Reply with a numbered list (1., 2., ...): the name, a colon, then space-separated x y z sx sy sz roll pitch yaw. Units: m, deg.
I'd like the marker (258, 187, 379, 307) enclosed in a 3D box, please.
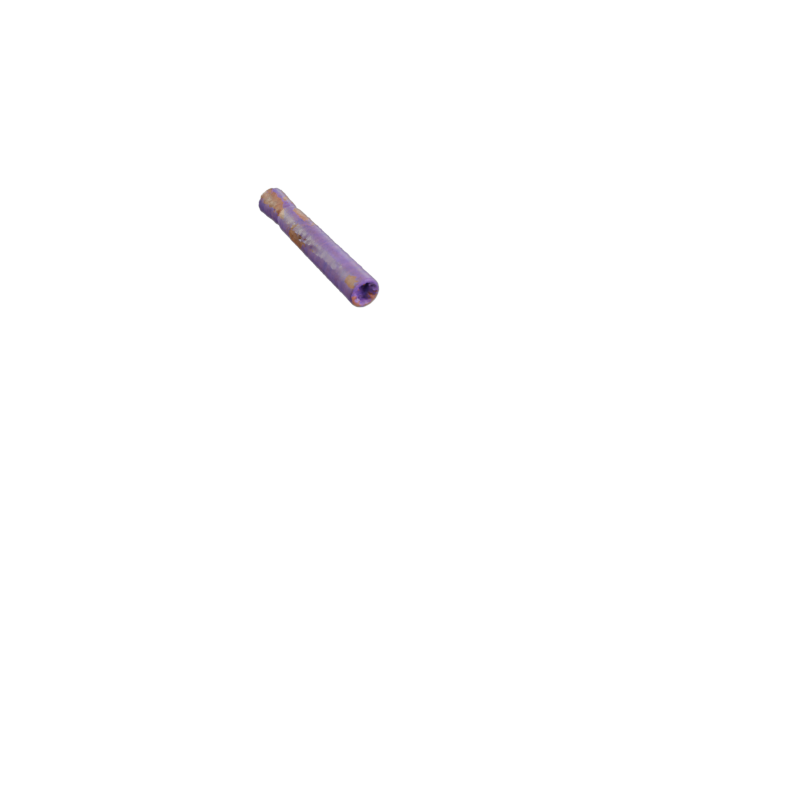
1. marker: -0.052 -0.094 0.658 0.019 0.019 0.131 -2 34 -35
